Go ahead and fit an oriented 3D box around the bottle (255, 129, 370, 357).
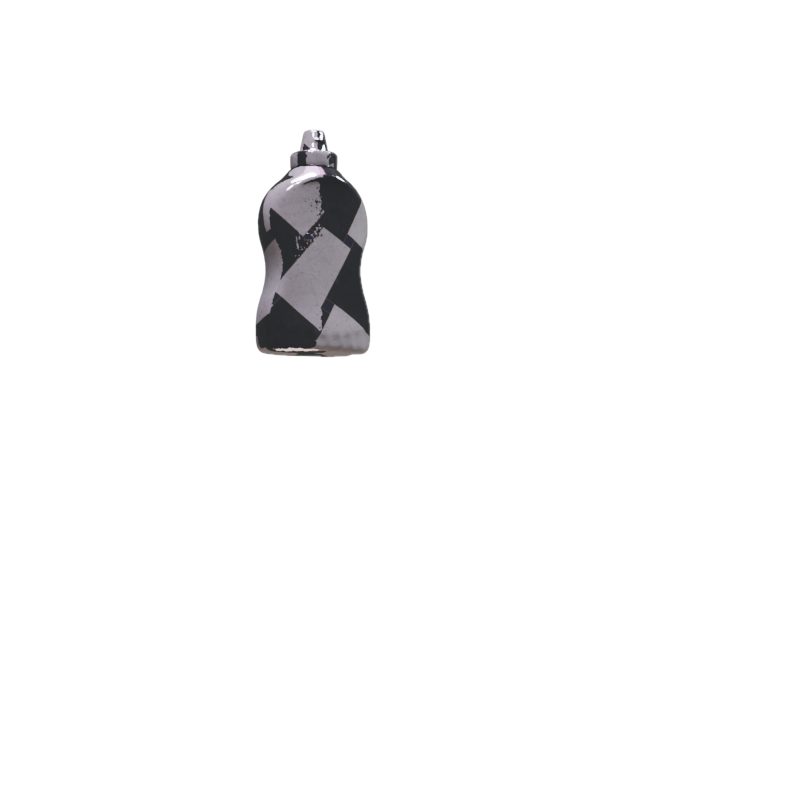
[{"bbox_3d":[-0.073,-0.134,0.941,0.093,0.196,0.059,3,-10,-26],"label":"bottle"}]
